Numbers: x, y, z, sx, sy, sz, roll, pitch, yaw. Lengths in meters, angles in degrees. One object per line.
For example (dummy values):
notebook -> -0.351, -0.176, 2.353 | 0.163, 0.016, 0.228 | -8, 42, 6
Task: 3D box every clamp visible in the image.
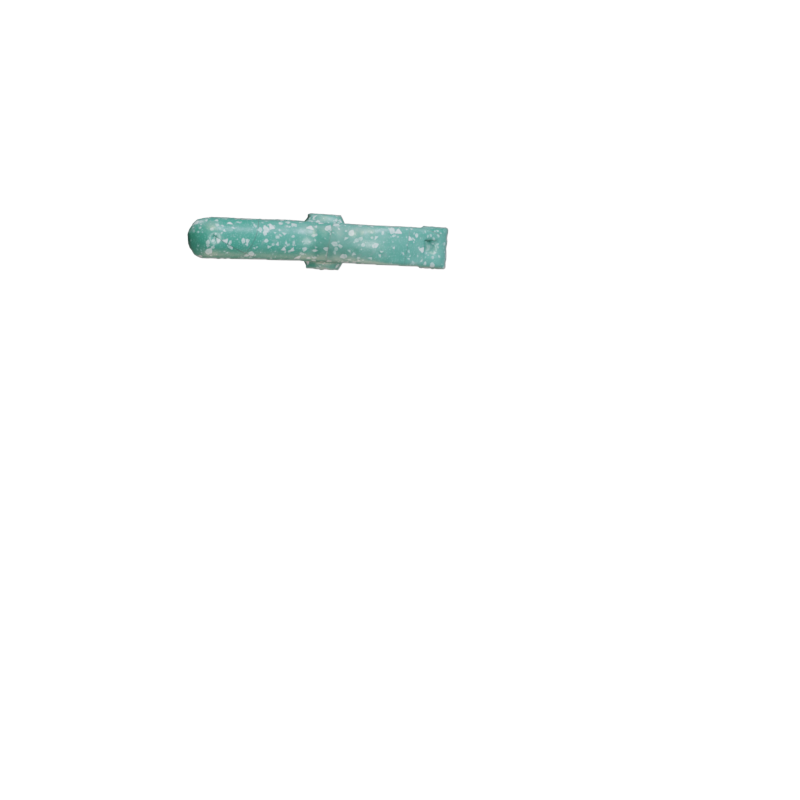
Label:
clamp -> -0.055, -0.101, 0.708 | 0.173, 0.038, 0.122 | 1, 14, 5
